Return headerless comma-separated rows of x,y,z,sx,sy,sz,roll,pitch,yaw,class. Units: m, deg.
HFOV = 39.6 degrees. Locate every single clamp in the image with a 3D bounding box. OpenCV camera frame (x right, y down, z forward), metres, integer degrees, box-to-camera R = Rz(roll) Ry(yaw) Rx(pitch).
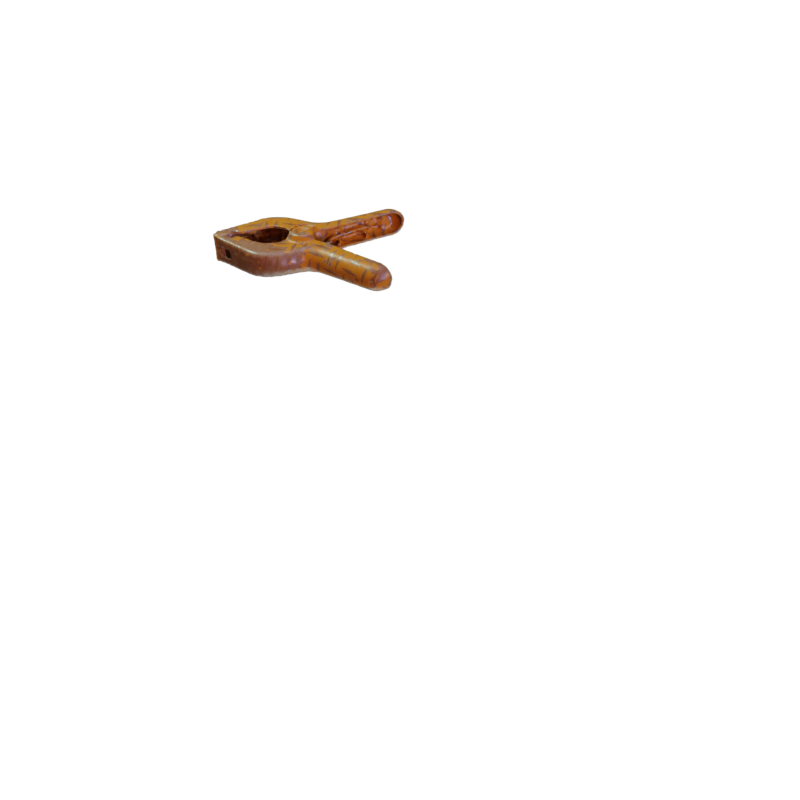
-0.078,-0.142,0.991,0.176,0.037,0.124,9,31,15,clamp
